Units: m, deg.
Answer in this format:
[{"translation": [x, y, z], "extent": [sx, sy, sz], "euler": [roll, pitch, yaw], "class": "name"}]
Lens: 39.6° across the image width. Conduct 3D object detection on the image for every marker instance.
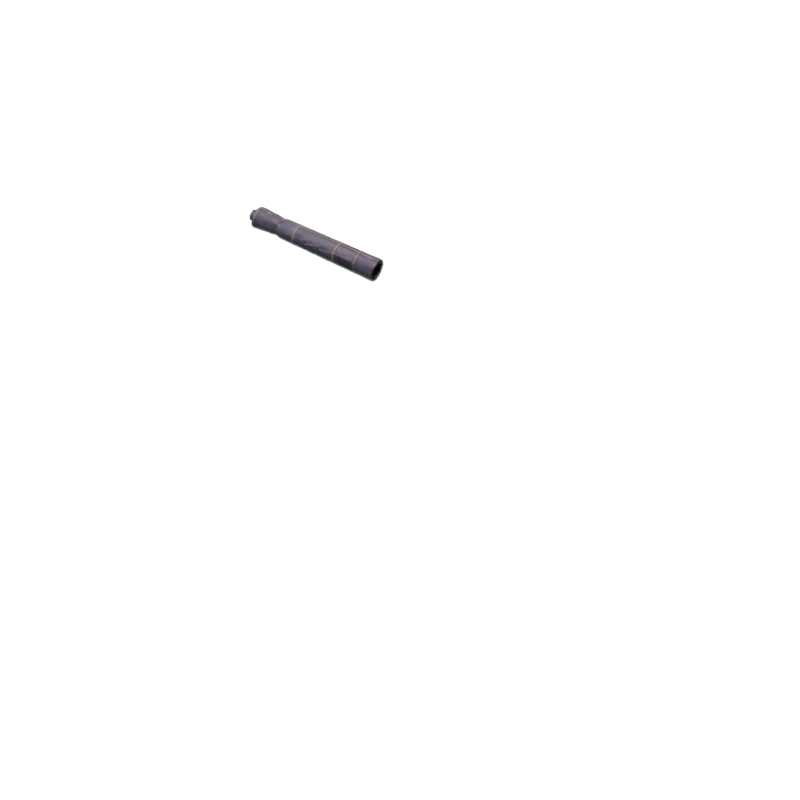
[{"translation": [-0.070, -0.127, 0.890], "extent": [0.127, 0.019, 0.019], "euler": [27, 14, 23], "class": "marker"}]
